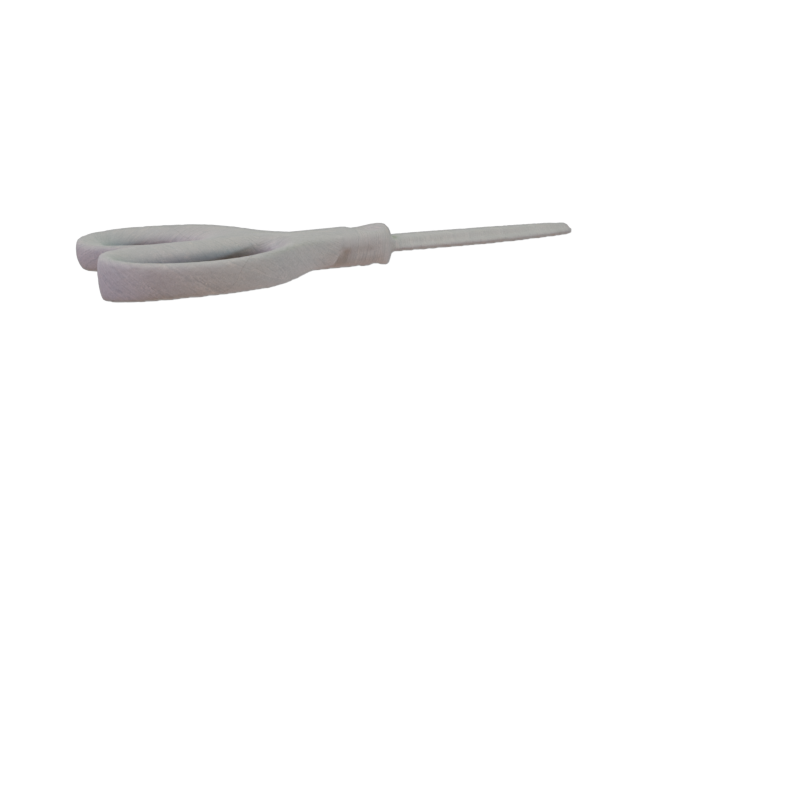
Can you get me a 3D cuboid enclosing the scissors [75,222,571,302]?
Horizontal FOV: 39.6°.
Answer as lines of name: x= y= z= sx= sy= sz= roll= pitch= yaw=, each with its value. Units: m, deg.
scissors: x=-0.033 y=-0.060 z=0.420 sx=0.101 sy=0.015 sz=0.197 roll=15 pitch=22 yaw=42
